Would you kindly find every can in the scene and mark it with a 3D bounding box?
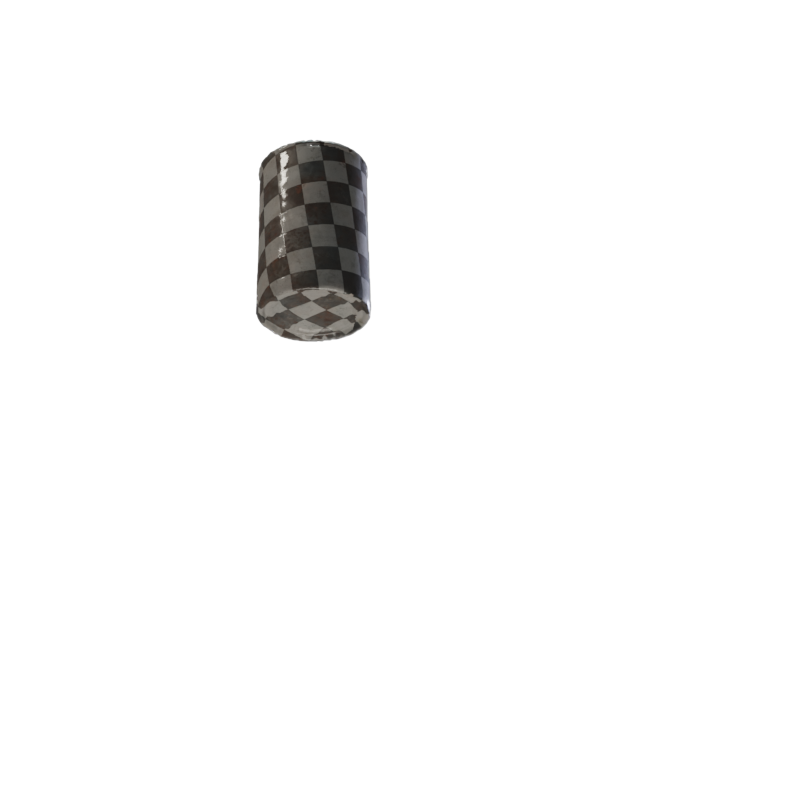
[{"bbox_3d":[-0.052,-0.095,0.663,0.068,0.109,0.064,0,-29,-2],"label":"can"}]
